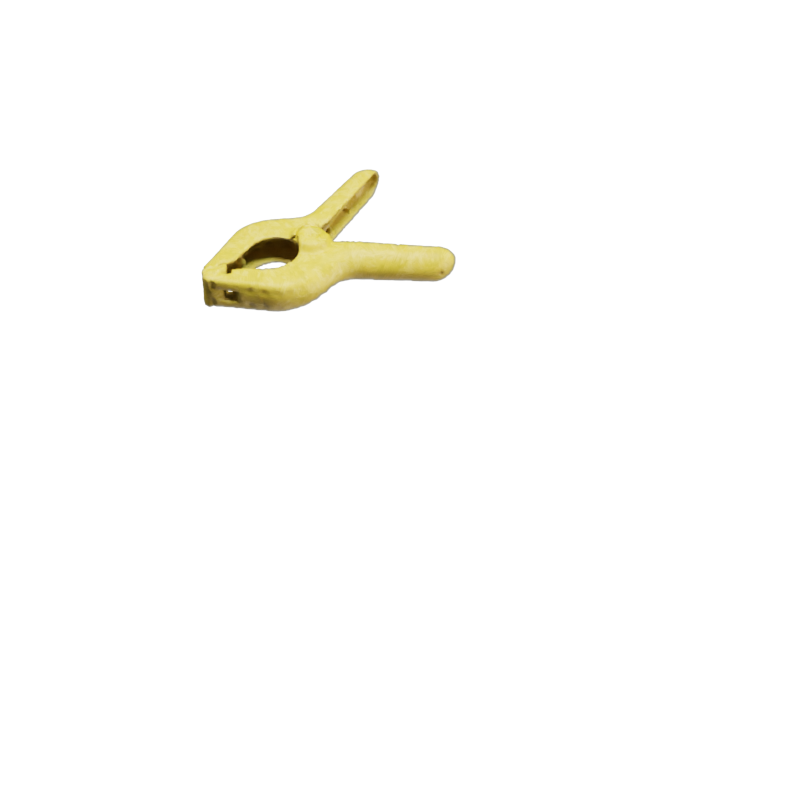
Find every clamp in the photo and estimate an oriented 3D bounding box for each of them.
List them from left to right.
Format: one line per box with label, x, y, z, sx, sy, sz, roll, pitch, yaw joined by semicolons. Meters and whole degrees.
clamp;-0.061;-0.111;0.777;0.169;0.037;0.130;-13;41;-15
